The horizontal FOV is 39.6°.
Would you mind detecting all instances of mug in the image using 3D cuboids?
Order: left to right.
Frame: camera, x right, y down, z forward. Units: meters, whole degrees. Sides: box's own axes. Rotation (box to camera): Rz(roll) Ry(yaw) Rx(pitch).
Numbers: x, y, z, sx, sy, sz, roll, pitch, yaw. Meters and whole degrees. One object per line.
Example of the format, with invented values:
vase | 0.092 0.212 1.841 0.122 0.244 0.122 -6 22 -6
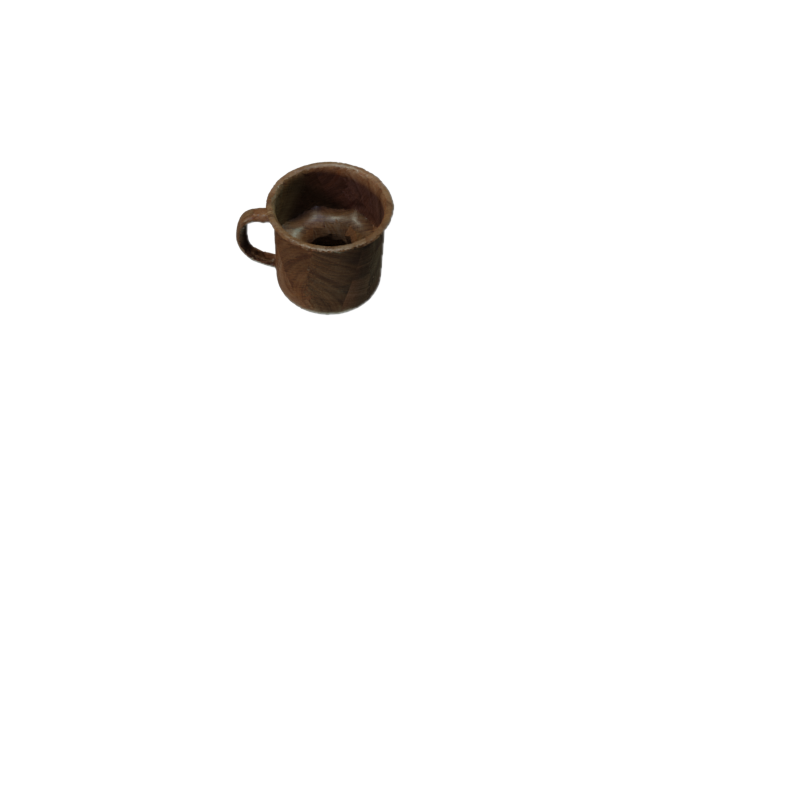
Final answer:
mug | -0.065 -0.119 0.834 0.117 0.100 0.076 2 -40 0
